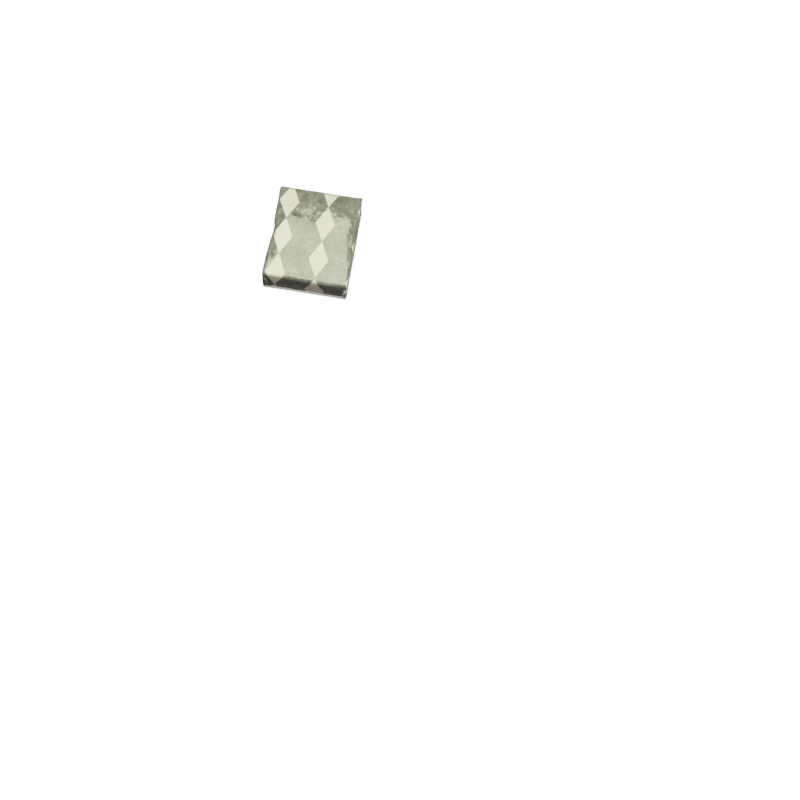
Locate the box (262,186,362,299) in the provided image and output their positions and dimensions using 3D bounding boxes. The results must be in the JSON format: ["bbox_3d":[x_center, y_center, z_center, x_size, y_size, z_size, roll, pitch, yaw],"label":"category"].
[{"bbox_3d":[-0.075,-0.136,0.954,0.074,0.094,0.029,9,-24,3],"label":"box"}]
